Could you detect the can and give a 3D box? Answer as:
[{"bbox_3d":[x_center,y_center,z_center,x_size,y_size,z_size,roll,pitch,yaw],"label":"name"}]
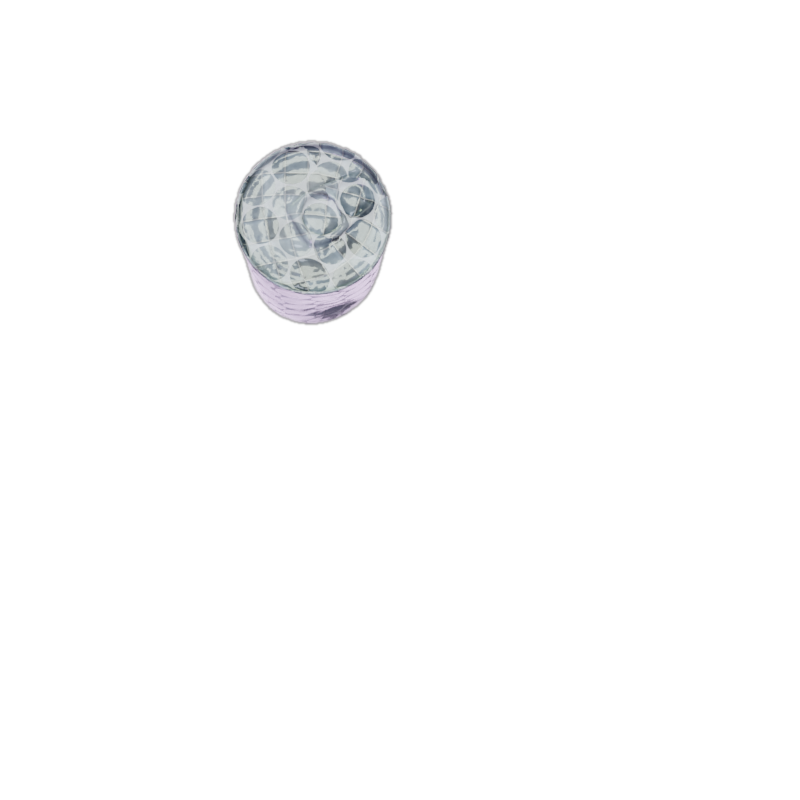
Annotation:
[{"bbox_3d":[-0.041,-0.075,0.526,0.068,0.070,0.100,0,-7,-3],"label":"can"}]
